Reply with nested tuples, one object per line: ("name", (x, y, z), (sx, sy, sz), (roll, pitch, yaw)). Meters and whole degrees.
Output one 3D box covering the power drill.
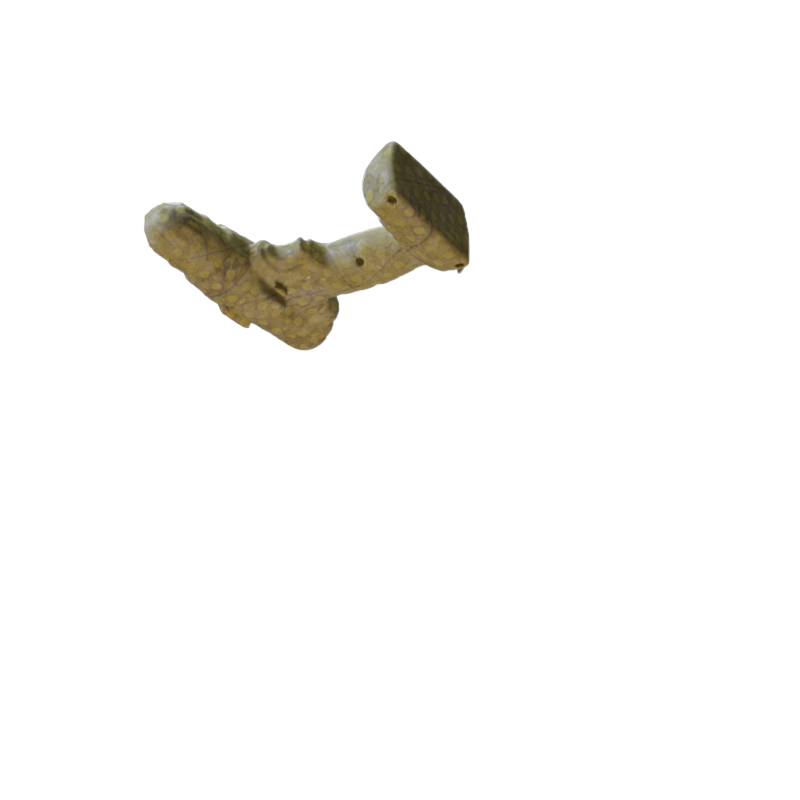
("power drill", (-0.061, -0.112, 0.781), (0.189, 0.061, 0.171), (-20, -35, 31))
